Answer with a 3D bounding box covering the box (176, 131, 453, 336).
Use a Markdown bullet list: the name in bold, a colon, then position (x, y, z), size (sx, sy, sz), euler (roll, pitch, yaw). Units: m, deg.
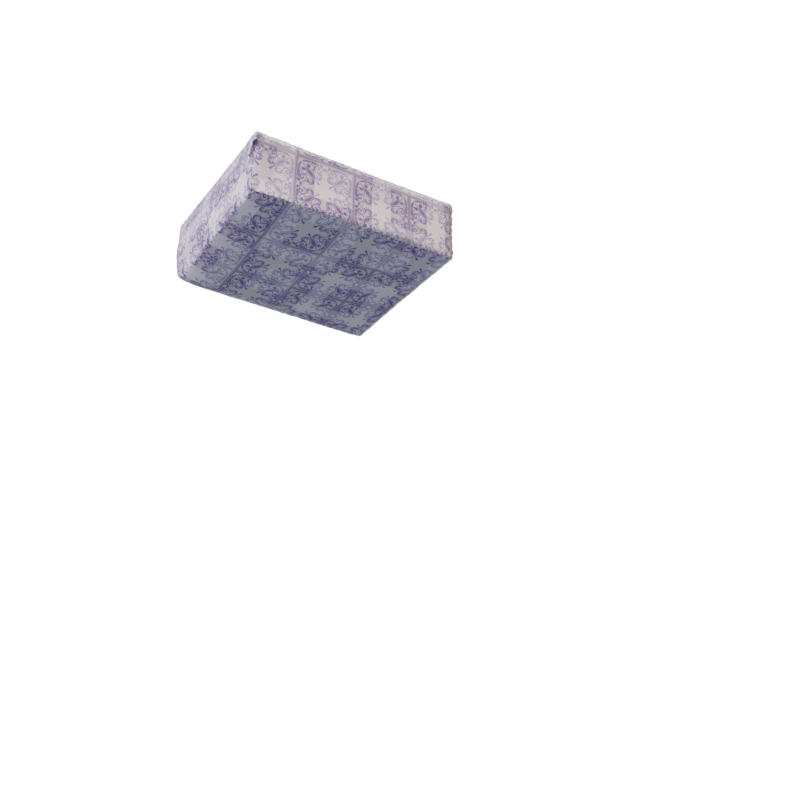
- **box**: position (-0.044, -0.079, 0.555), size (0.109, 0.041, 0.088), euler (16, -34, -26)
